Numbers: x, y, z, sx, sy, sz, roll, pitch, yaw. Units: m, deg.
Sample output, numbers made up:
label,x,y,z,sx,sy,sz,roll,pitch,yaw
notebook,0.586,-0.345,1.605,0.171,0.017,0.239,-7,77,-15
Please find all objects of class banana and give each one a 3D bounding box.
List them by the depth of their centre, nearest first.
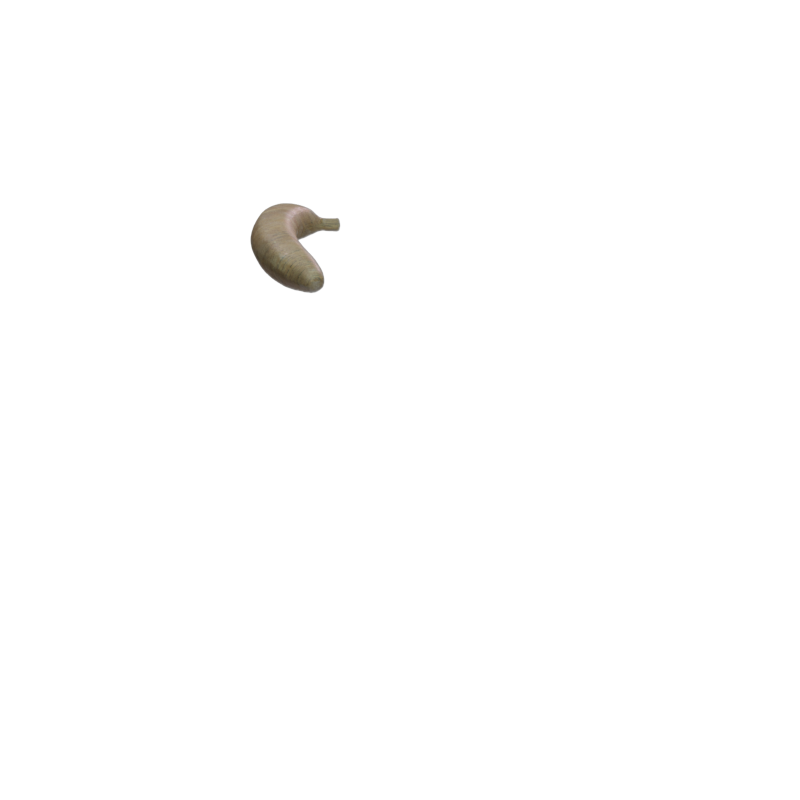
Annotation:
label,x,y,z,sx,sy,sz,roll,pitch,yaw
banana,-0.089,-0.131,0.910,0.070,0.035,0.206,1,23,1
